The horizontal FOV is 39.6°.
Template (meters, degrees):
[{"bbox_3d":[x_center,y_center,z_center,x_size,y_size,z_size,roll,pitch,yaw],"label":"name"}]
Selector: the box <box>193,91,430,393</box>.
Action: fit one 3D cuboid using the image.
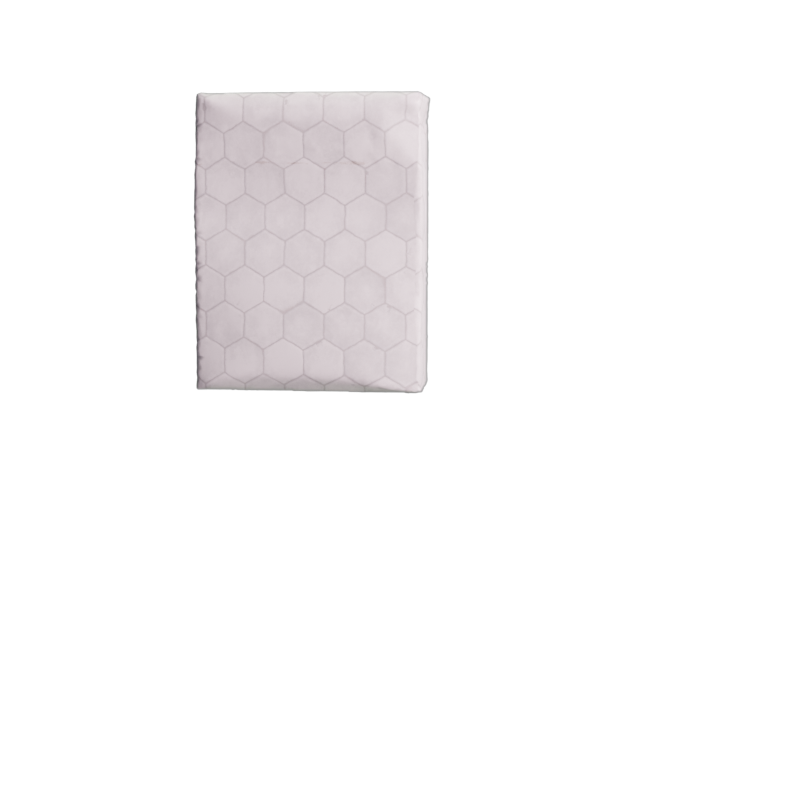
[{"bbox_3d":[-0.063,-0.114,0.800,0.166,0.212,0.072,1,4,8],"label":"box"}]
